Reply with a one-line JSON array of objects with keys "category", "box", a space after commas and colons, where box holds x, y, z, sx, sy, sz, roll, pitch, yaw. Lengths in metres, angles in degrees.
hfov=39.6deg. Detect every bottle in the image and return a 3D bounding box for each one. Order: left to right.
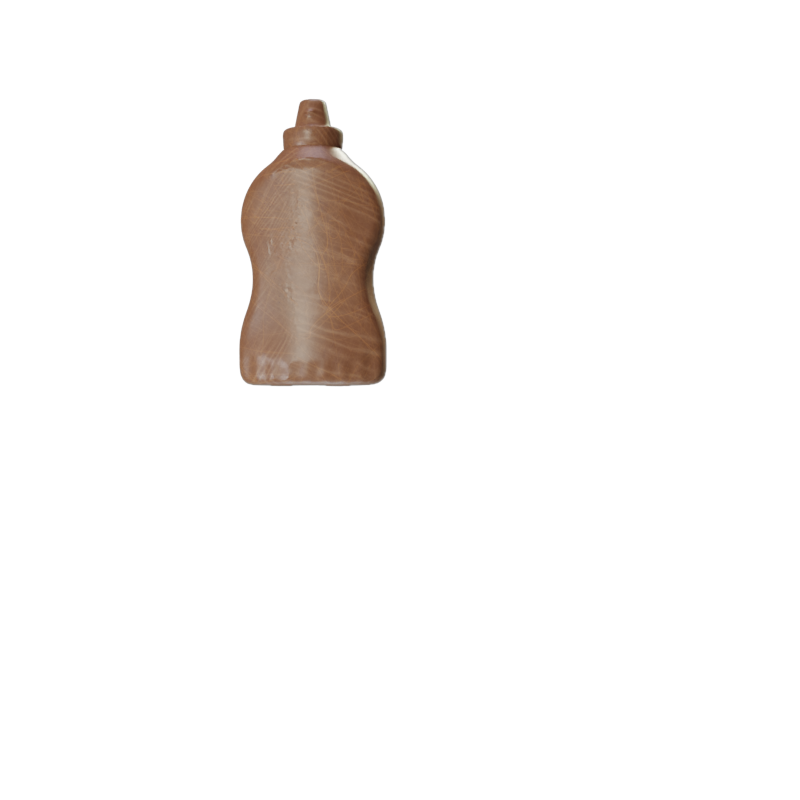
[{"category": "bottle", "box": [-0.058, -0.106, 0.743, 0.097, 0.195, 0.057, -1, -6, 9]}]
